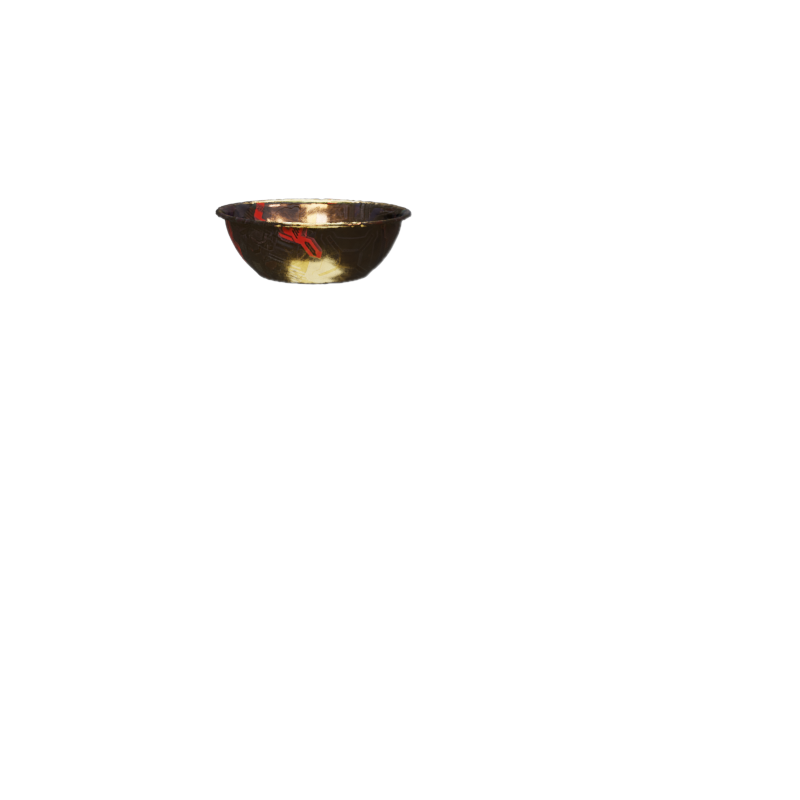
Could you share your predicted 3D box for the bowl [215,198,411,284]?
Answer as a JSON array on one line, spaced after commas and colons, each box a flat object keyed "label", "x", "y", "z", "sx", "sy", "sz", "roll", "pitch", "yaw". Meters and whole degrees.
[{"label": "bowl", "x": -0.072, "y": -0.131, "z": 0.914, "sx": 0.162, "sy": 0.053, "sz": 0.167, "roll": -1, "pitch": 16, "yaw": -2}]
